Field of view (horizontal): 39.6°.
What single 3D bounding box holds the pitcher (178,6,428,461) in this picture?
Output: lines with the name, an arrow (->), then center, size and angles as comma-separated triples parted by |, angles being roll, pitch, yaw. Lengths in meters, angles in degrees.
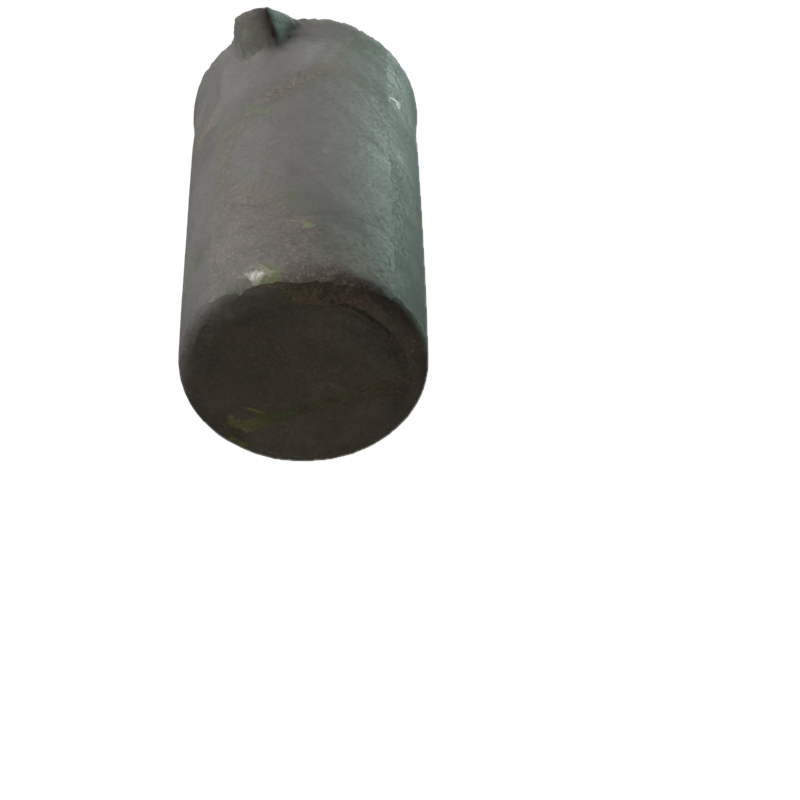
pitcher -> -0.045, -0.082, 0.573 | 0.144, 0.140, 0.260 | 20, 35, -18
